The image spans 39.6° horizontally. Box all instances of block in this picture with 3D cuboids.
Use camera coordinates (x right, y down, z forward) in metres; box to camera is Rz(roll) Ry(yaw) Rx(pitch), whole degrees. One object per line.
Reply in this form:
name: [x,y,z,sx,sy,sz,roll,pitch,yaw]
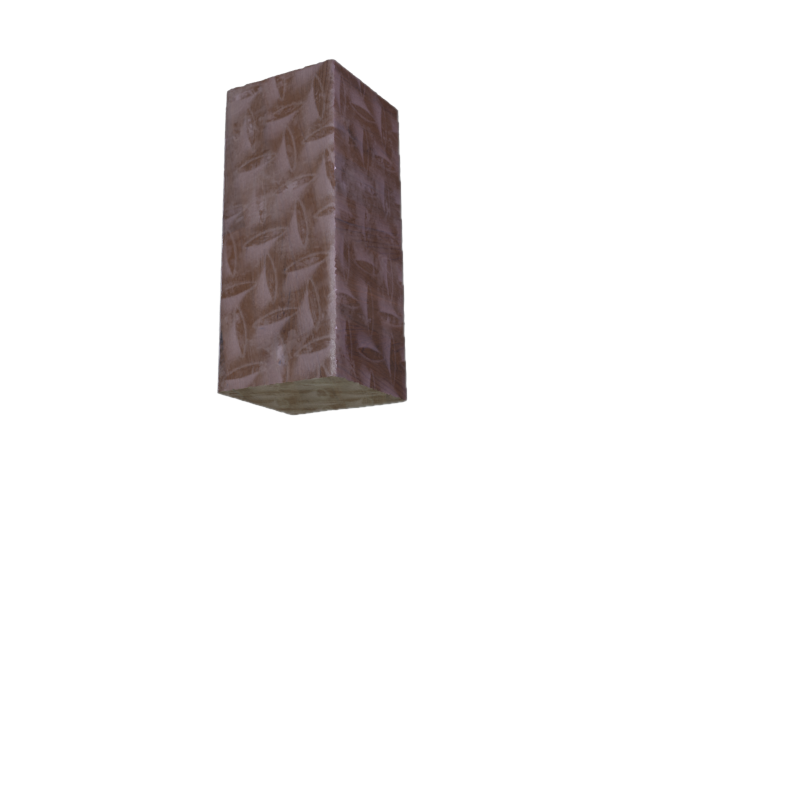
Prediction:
block: [-0.057,-0.103,0.725,0.092,0.215,0.085,-11,-20,28]
